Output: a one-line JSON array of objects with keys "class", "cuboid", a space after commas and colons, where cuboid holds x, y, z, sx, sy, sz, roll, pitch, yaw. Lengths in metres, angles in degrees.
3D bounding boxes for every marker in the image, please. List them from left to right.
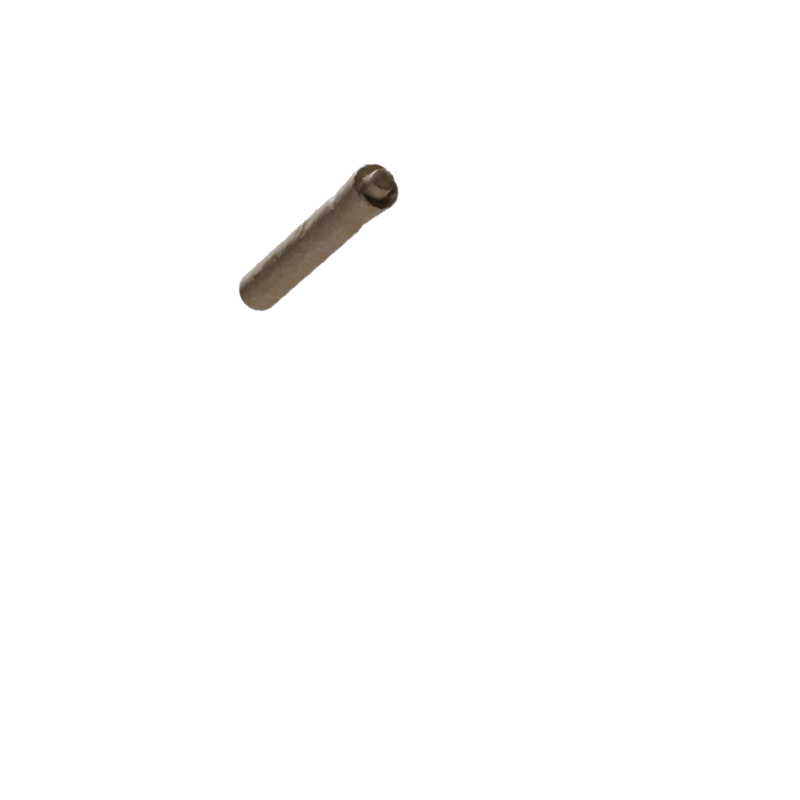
[{"class": "marker", "cuboid": [-0.035, -0.064, 0.452, 0.019, 0.021, 0.120, -2, -14, -31]}]
